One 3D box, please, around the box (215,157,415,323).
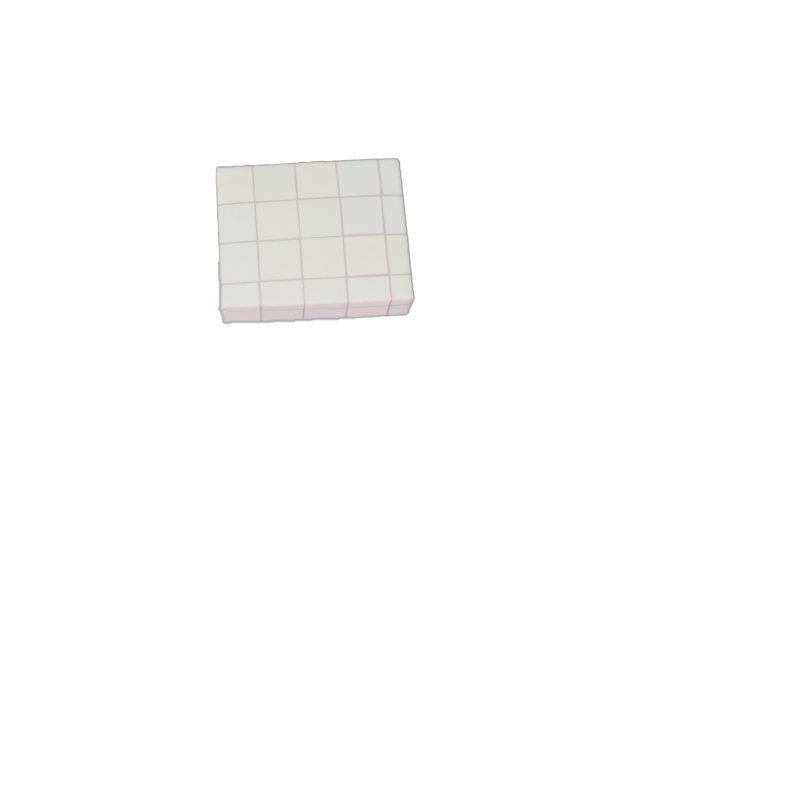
[{"bbox_3d":[-0.051,-0.094,0.656,0.113,0.095,0.037,-4,-21,-2],"label":"box"}]
